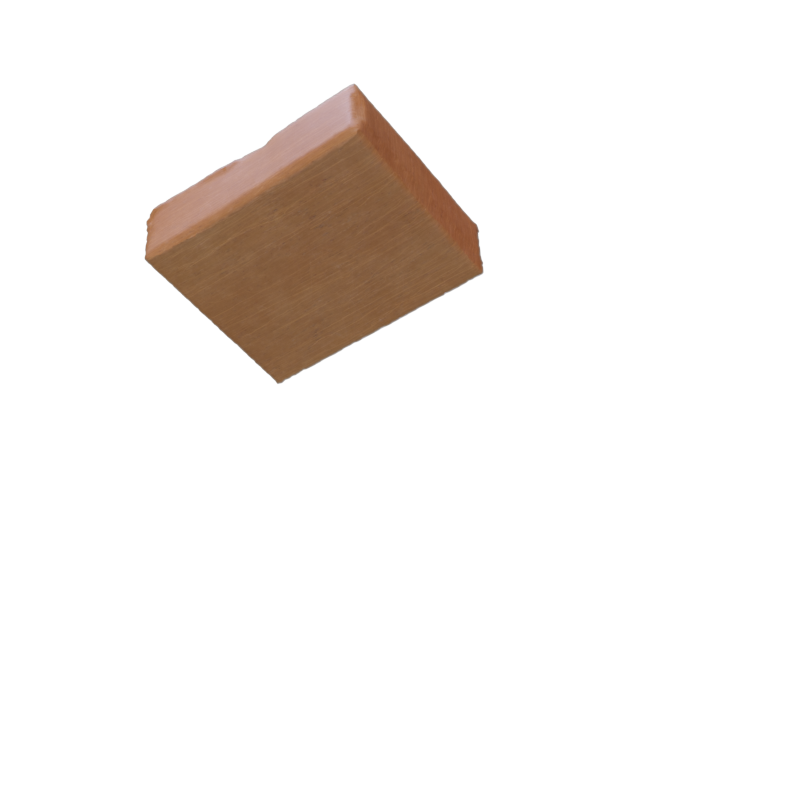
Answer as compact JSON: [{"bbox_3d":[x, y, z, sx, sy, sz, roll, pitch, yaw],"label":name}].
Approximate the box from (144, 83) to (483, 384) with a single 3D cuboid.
[{"bbox_3d":[-0.029,-0.053,0.371,0.089,0.032,0.068,-27,-52,23],"label":"box"}]
